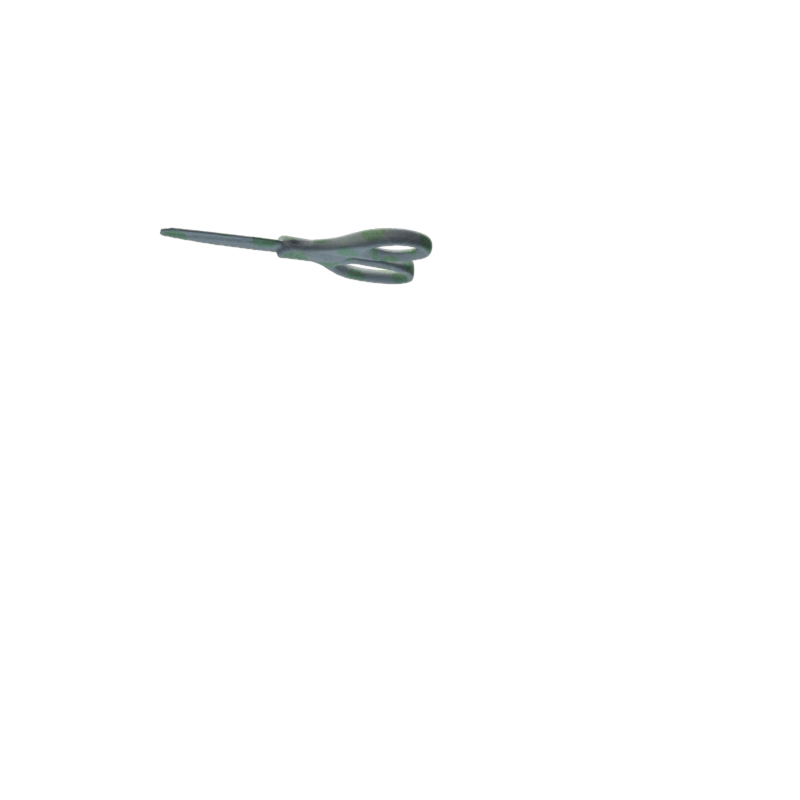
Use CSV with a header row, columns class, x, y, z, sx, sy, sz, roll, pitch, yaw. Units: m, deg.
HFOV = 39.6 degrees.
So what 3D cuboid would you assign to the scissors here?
class,x,y,z,sx,sy,sz,roll,pitch,yaw
scissors,-0.063,-0.115,0.806,0.192,0.016,0.097,10,-18,-33
